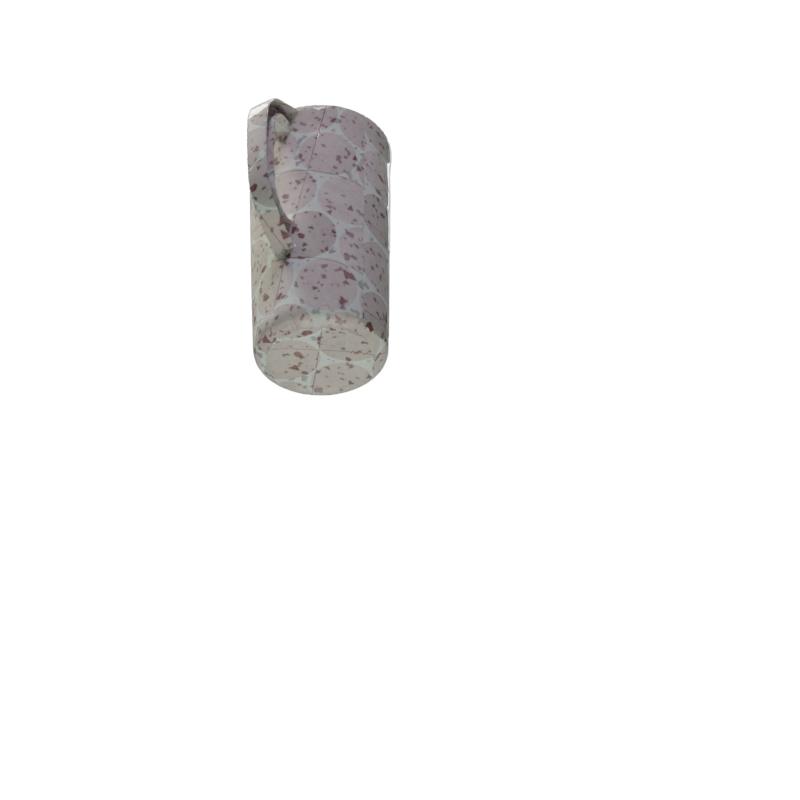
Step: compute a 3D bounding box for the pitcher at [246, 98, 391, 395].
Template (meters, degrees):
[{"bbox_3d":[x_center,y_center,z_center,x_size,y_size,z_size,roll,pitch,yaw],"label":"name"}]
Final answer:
[{"bbox_3d":[-0.074,-0.135,0.948,0.146,0.261,0.138,10,-41,-15],"label":"pitcher"}]
